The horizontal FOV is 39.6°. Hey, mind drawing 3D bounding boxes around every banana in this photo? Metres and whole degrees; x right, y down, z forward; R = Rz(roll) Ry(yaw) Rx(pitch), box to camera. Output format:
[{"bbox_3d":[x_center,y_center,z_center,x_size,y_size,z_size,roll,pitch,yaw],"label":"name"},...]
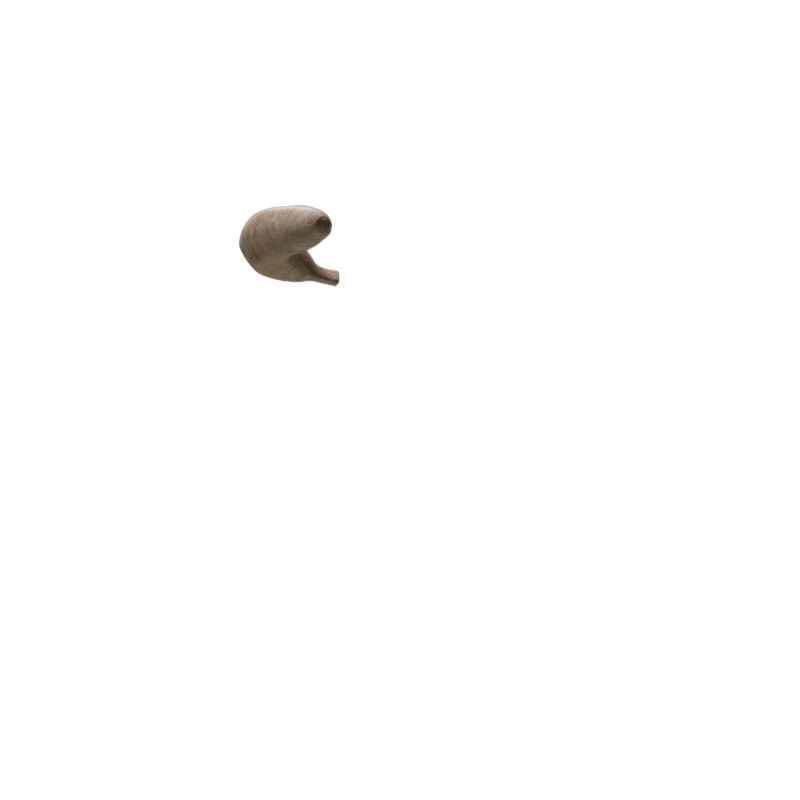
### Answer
[{"bbox_3d":[-0.079,-0.110,0.773,0.070,0.037,0.194,0,-2,-1],"label":"banana"}]
